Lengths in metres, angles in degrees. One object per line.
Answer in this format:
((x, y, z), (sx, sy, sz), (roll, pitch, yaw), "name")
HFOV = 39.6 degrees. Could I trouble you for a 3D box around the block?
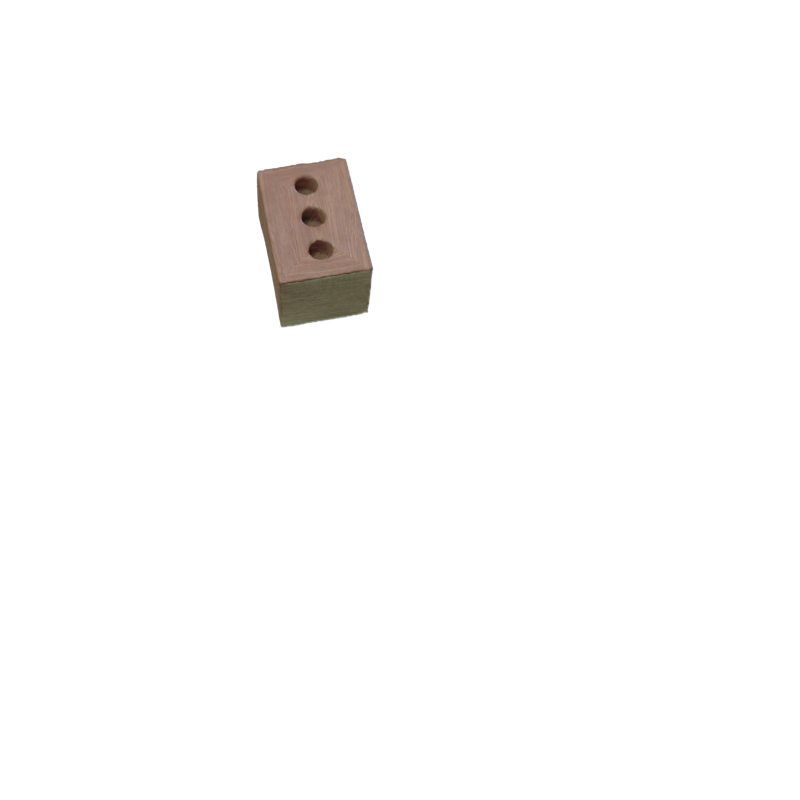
((-0.049, -0.089, 0.623), (0.052, 0.084, 0.048), (-10, -29, -8), "block")
